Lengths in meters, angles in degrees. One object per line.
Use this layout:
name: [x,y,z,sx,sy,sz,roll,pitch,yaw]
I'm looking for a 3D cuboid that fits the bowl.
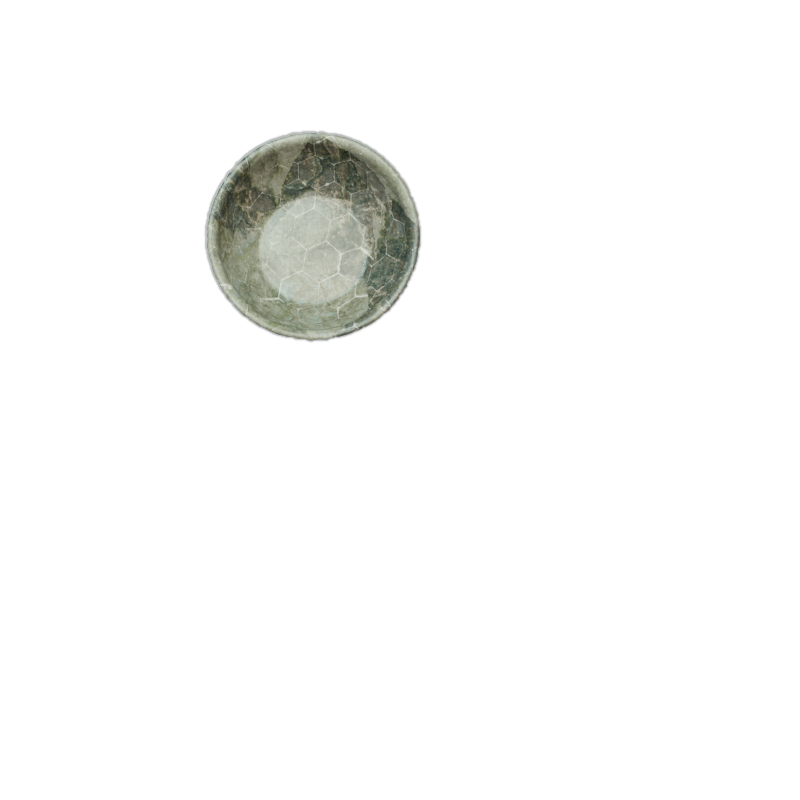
bowl: [-0.067,-0.123,0.858,0.162,0.167,0.053,0,-12,-1]
